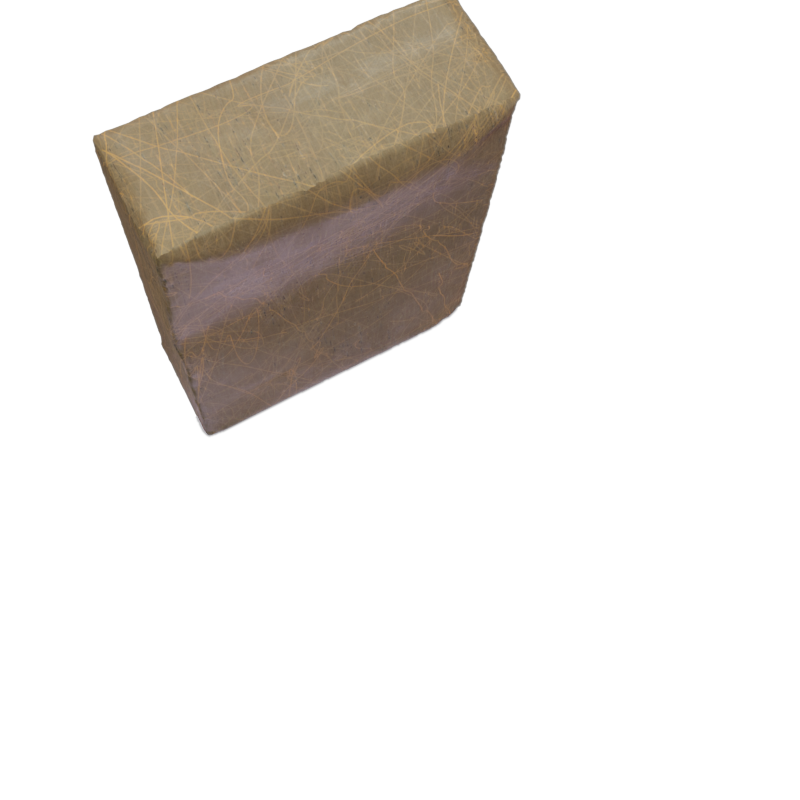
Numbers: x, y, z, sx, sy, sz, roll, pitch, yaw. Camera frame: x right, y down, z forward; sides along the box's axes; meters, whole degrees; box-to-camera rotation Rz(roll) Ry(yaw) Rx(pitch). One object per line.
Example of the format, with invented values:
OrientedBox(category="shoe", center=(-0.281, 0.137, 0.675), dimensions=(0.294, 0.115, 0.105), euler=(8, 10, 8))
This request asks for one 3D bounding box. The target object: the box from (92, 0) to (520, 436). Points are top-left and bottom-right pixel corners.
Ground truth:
OrientedBox(category="box", center=(-0.041, -0.075, 0.528), dimensions=(0.164, 0.076, 0.203), euler=(-27, -17, -13))
